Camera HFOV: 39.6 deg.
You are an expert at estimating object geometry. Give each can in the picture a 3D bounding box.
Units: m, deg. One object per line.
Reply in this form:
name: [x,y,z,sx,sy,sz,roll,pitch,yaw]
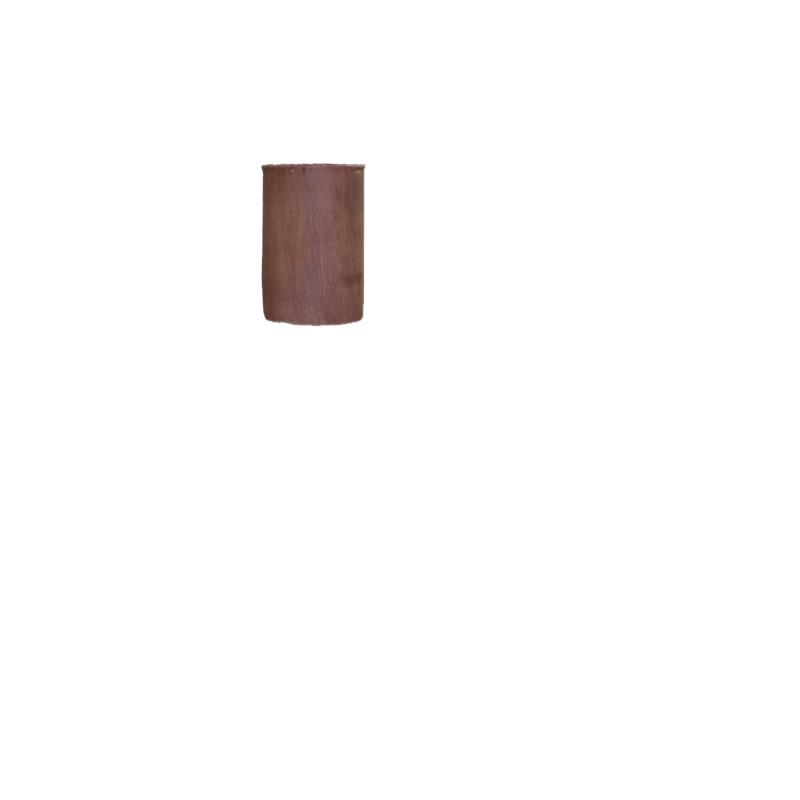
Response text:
can: [-0.057,-0.104,0.727,0.068,0.101,0.070,0,7,-2]
